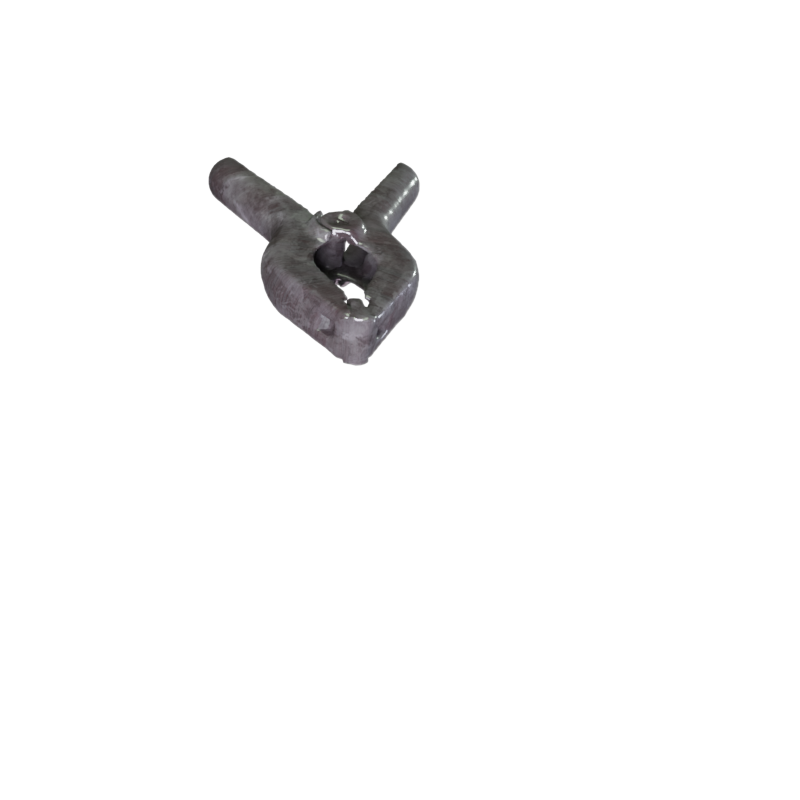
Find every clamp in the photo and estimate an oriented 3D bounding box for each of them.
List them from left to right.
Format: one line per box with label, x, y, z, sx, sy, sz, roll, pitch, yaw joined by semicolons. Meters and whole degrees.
clamp;-0.045;-0.083;0.578;0.120;0.037;0.183;-1;35;-1
